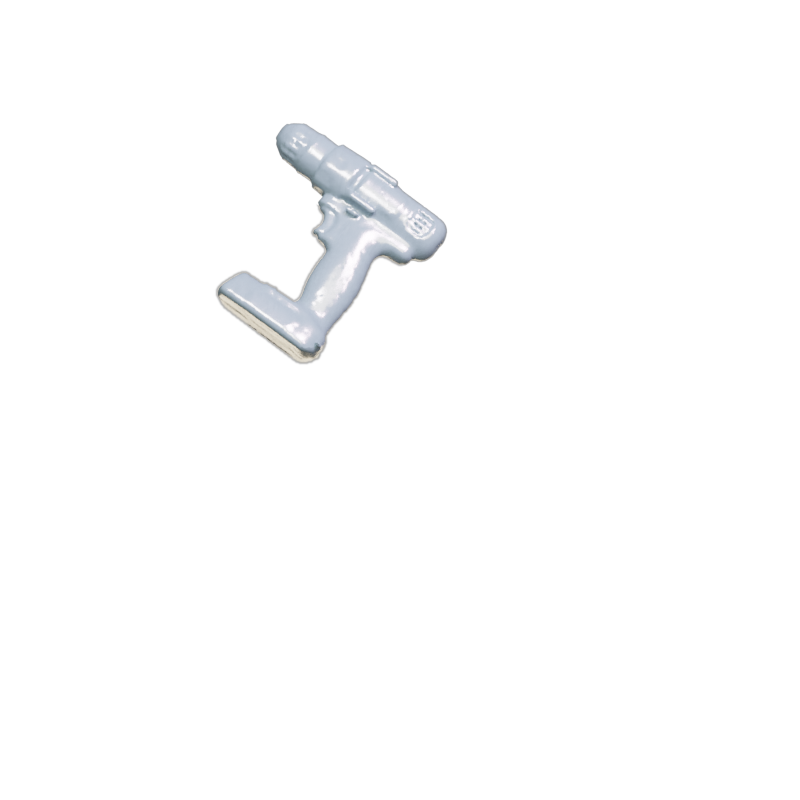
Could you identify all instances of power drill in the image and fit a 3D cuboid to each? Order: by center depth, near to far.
[{"bbox_3d":[-0.078,-0.143,1.000,0.190,0.191,0.055,36,-16,11],"label":"power drill"}]
